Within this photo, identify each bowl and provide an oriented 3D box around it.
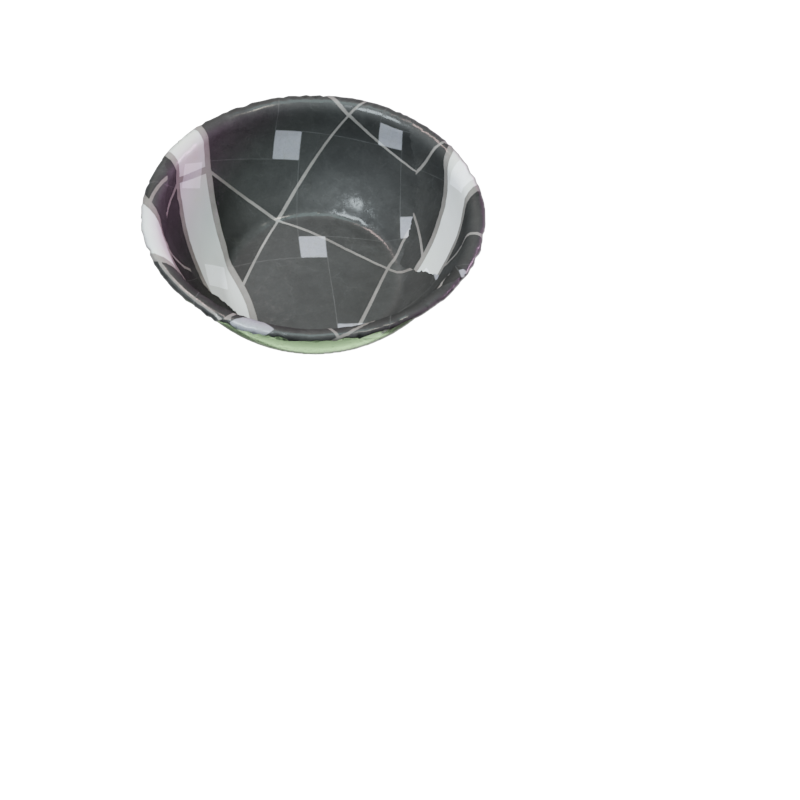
[{"bbox_3d":[-0.042,-0.077,0.541,0.162,0.174,0.051,-1,-39,-1],"label":"bowl"}]
